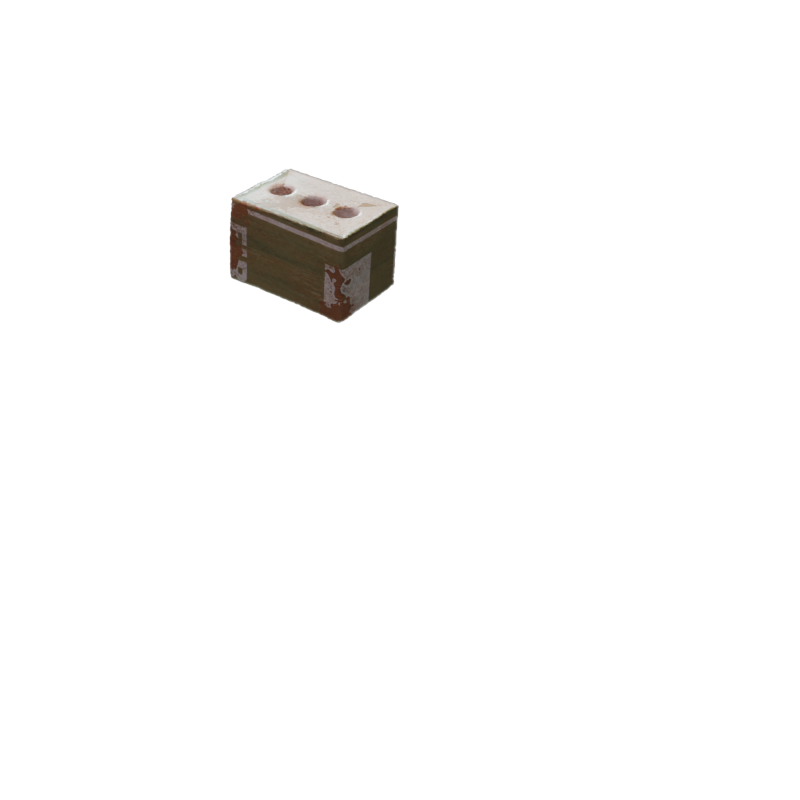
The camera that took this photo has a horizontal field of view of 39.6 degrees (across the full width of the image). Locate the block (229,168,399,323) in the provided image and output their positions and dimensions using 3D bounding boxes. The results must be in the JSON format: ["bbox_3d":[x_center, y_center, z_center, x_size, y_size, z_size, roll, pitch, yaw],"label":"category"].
[{"bbox_3d":[-0.047,-0.086,0.601,0.082,0.048,0.053,22,38,29],"label":"block"}]
